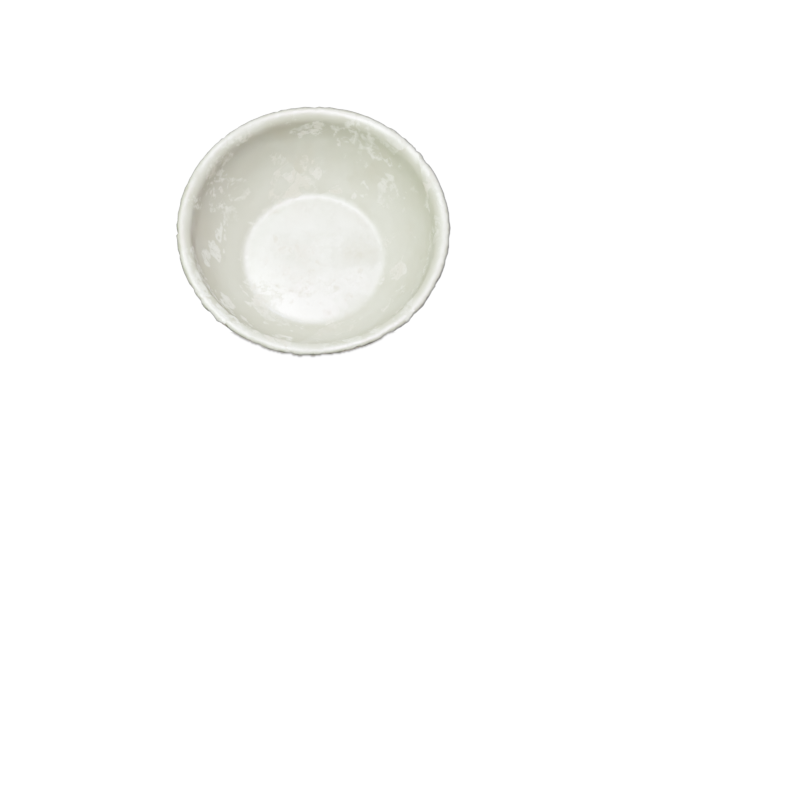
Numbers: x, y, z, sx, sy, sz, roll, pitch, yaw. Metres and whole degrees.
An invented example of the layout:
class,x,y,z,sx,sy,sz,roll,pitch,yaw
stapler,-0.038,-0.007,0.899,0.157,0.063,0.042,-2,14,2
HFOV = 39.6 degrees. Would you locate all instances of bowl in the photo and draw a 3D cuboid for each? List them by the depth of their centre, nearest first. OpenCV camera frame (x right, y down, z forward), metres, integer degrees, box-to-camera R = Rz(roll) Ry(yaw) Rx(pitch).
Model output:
class,x,y,z,sx,sy,sz,roll,pitch,yaw
bowl,-0.053,-0.097,0.677,0.162,0.170,0.052,-1,-22,-1
